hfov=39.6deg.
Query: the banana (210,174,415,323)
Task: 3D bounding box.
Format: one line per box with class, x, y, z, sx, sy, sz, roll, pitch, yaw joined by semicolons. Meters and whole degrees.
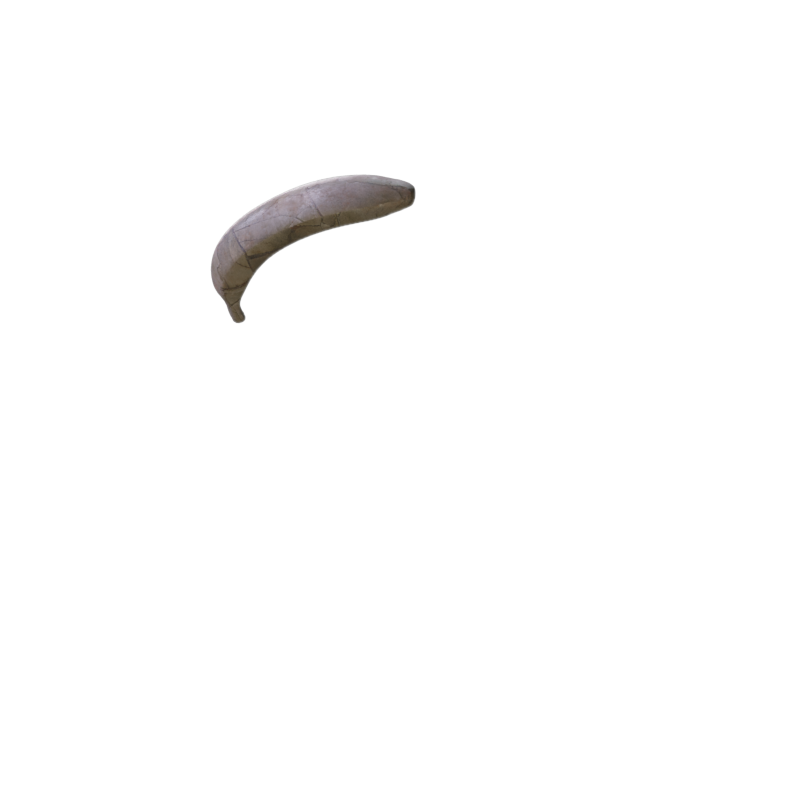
banana;-0.081;-0.125;0.832;0.197;0.039;0.065;-28;-45;33
